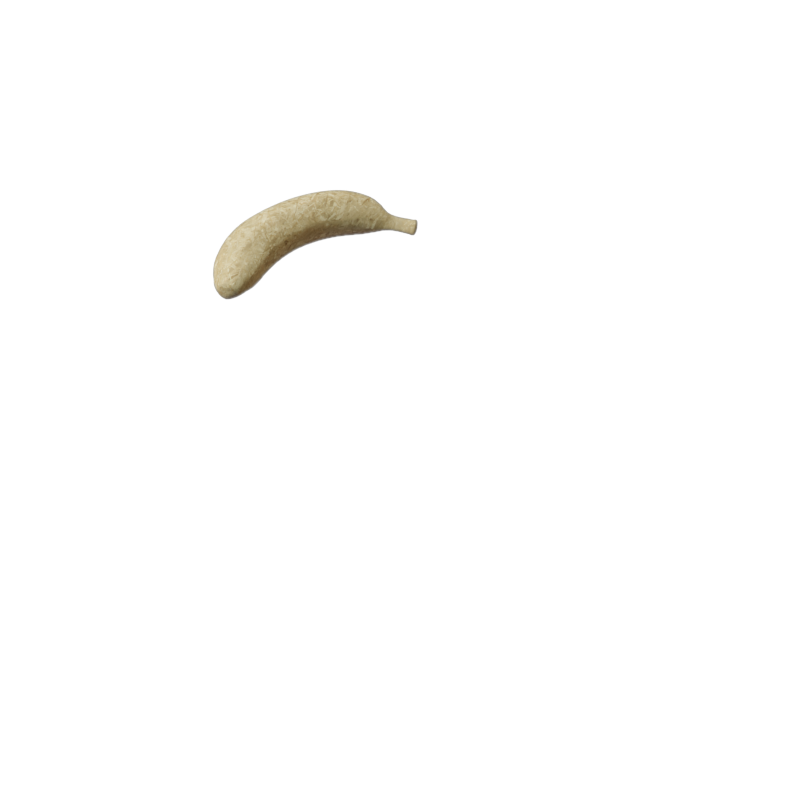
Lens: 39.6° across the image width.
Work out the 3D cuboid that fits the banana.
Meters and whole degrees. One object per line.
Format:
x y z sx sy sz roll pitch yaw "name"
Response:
-0.073 -0.120 0.800 0.074 0.035 0.196 22 35 36 "banana"
